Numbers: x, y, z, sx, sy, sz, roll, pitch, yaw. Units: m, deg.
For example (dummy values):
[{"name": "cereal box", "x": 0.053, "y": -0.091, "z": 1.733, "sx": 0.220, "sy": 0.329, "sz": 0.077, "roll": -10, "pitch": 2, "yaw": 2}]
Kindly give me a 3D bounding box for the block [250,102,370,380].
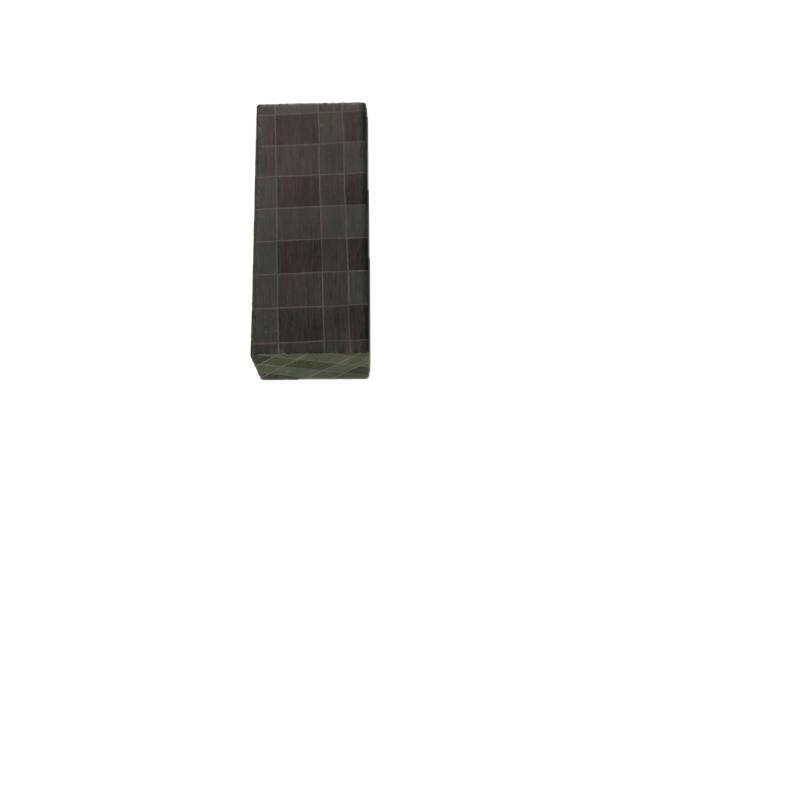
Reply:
[{"name": "block", "x": -0.069, "y": -0.127, "z": 0.891, "sx": 0.091, "sy": 0.215, "sz": 0.086, "roll": -1, "pitch": -18, "yaw": 0}]
